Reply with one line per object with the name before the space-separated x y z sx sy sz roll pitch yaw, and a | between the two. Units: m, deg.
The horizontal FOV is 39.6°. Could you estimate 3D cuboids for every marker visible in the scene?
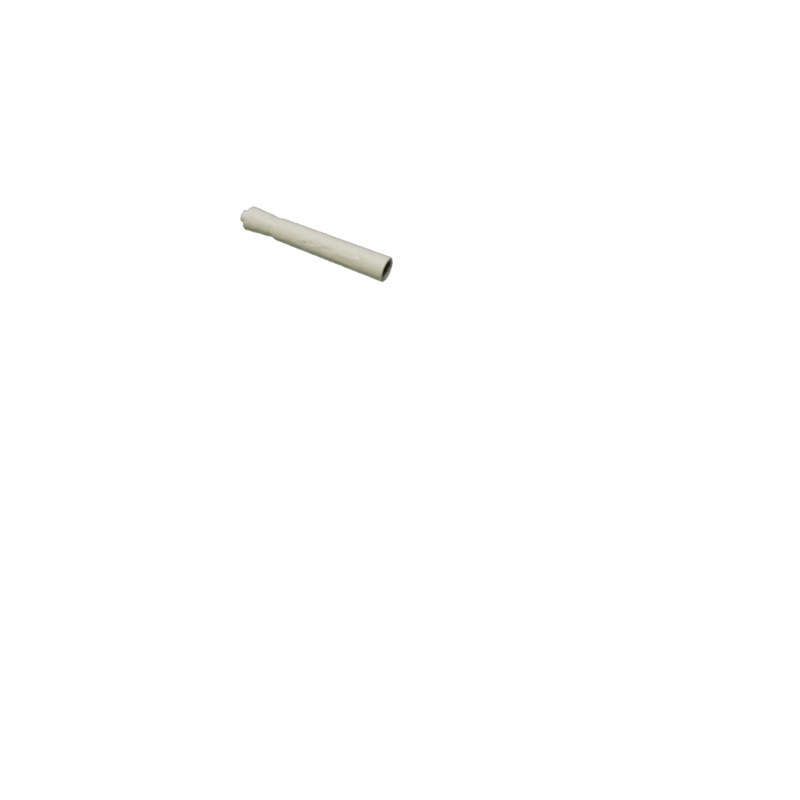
marker | -0.063 -0.115 0.804 0.126 0.019 0.019 23 12 21
